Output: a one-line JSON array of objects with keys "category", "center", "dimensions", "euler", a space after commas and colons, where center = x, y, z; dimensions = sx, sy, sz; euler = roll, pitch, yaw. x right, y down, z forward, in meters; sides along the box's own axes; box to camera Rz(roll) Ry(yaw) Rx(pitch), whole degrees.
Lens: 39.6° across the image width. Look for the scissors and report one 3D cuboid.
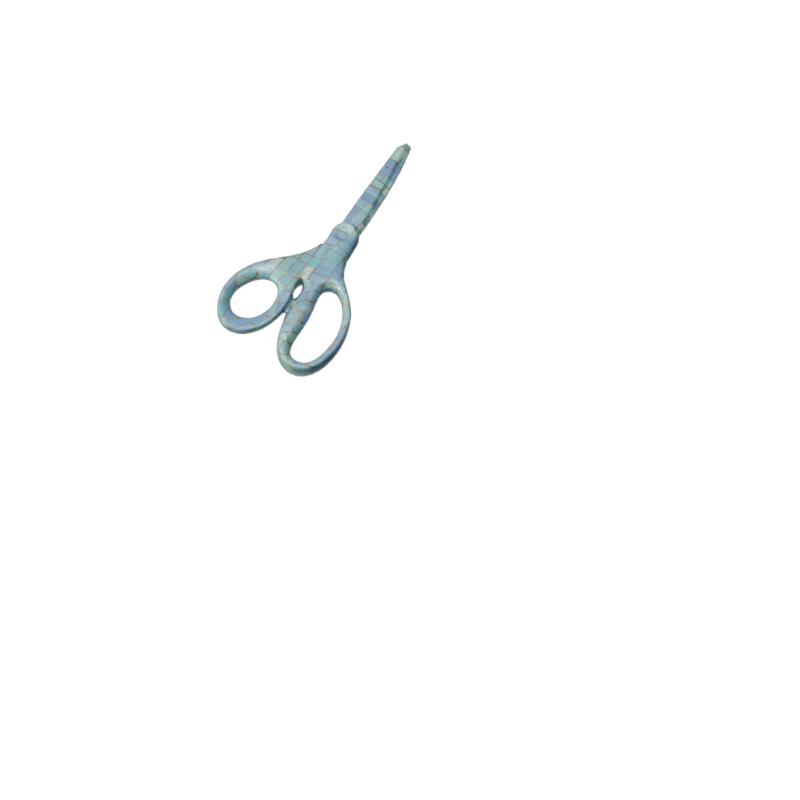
[{"category": "scissors", "center": [-0.058, -0.107, 0.747], "dimensions": [0.097, 0.213, 0.015], "euler": [9, -34, 6]}]
